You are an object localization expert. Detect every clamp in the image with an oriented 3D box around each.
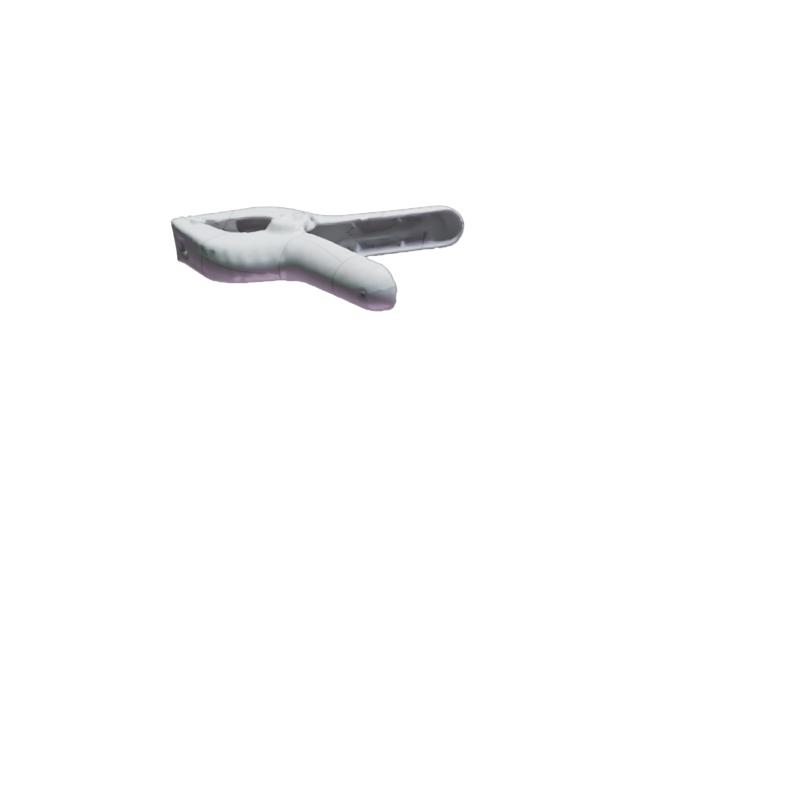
[{"bbox_3d":[-0.050,-0.092,0.645,0.180,0.038,0.120,14,26,30],"label":"clamp"}]
